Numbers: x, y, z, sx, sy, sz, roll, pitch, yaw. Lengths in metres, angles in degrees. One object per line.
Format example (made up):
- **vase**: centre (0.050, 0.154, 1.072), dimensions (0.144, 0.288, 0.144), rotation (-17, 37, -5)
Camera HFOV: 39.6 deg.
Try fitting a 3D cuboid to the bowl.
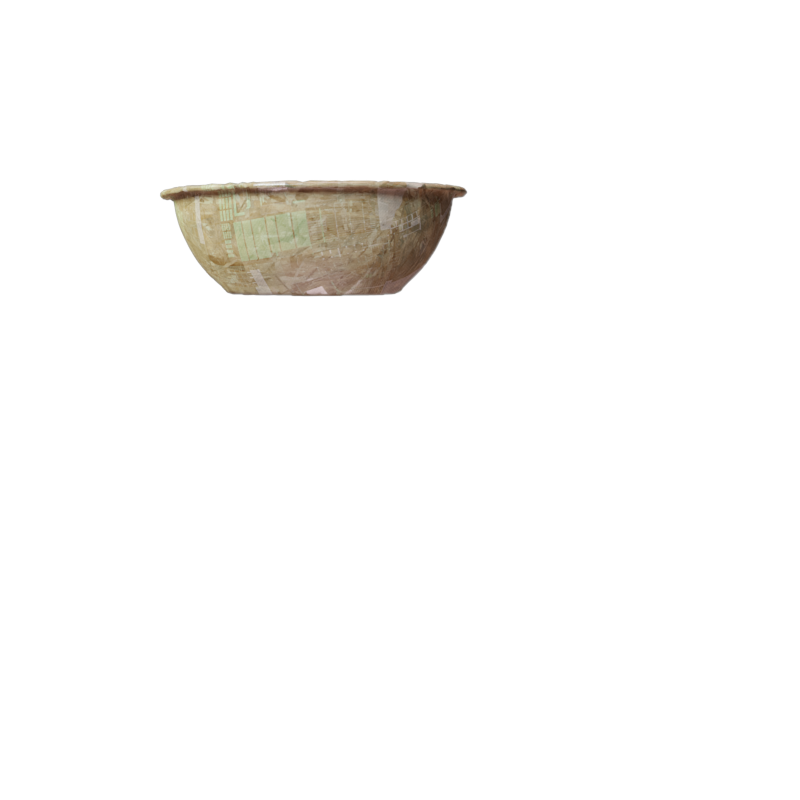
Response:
- **bowl**: centre (-0.046, -0.084, 0.586), dimensions (0.162, 0.055, 0.163), rotation (0, 6, -2)
